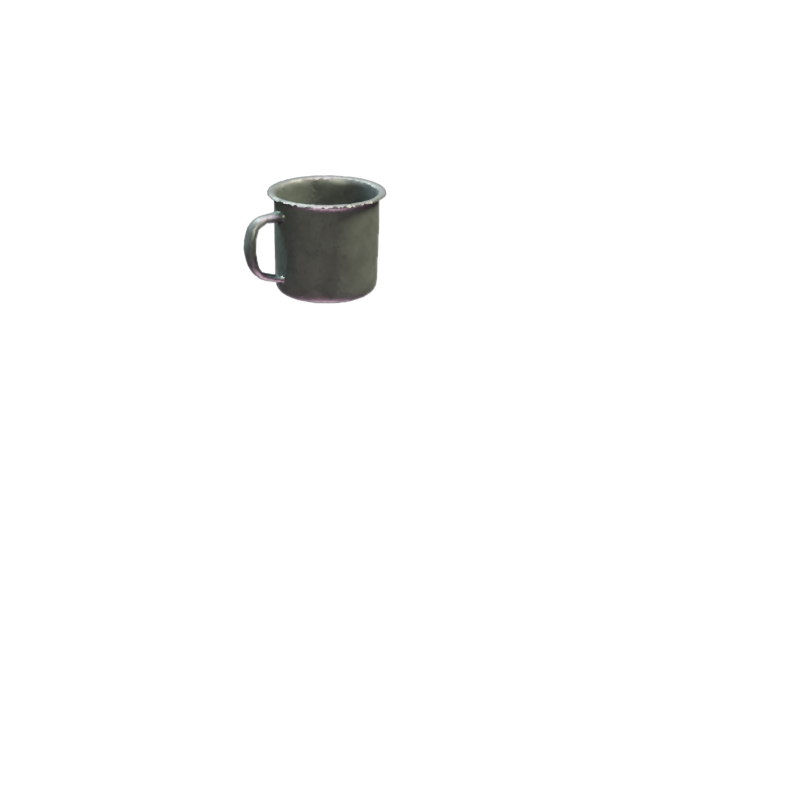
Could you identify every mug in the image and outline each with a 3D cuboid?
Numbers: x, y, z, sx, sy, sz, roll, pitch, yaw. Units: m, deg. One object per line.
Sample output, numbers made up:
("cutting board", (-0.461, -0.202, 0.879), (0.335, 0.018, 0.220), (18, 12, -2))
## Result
("mug", (-0.068, -0.124, 0.869), (0.115, 0.078, 0.100), (-14, 27, -31))
